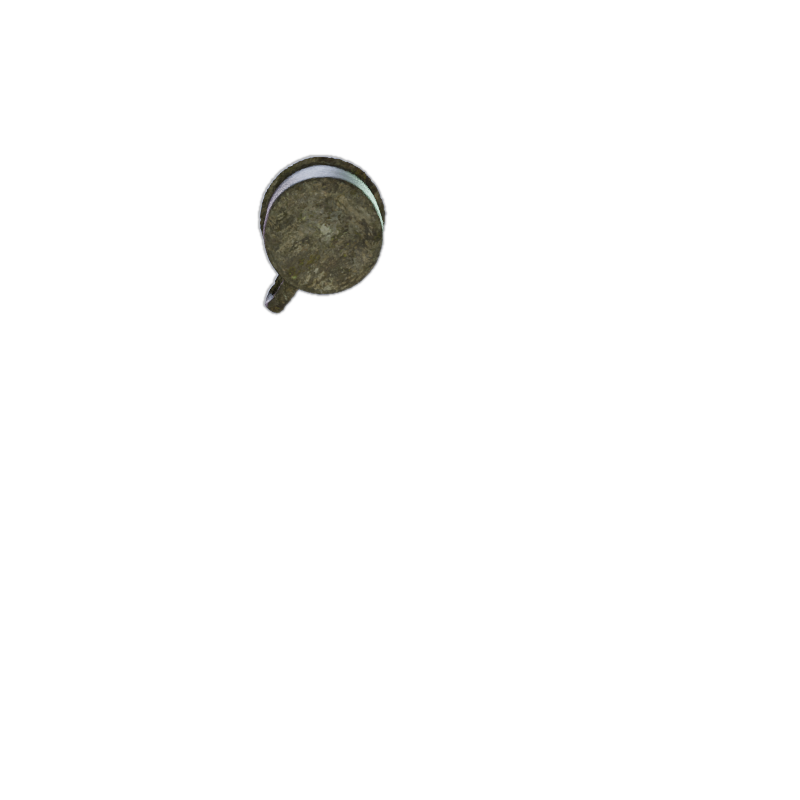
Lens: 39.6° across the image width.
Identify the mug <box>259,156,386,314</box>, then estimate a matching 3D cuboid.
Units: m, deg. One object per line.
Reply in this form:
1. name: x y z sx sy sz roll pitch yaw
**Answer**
1. mug: -0.061 -0.111 0.778 0.092 0.116 0.084 34 10 -10
